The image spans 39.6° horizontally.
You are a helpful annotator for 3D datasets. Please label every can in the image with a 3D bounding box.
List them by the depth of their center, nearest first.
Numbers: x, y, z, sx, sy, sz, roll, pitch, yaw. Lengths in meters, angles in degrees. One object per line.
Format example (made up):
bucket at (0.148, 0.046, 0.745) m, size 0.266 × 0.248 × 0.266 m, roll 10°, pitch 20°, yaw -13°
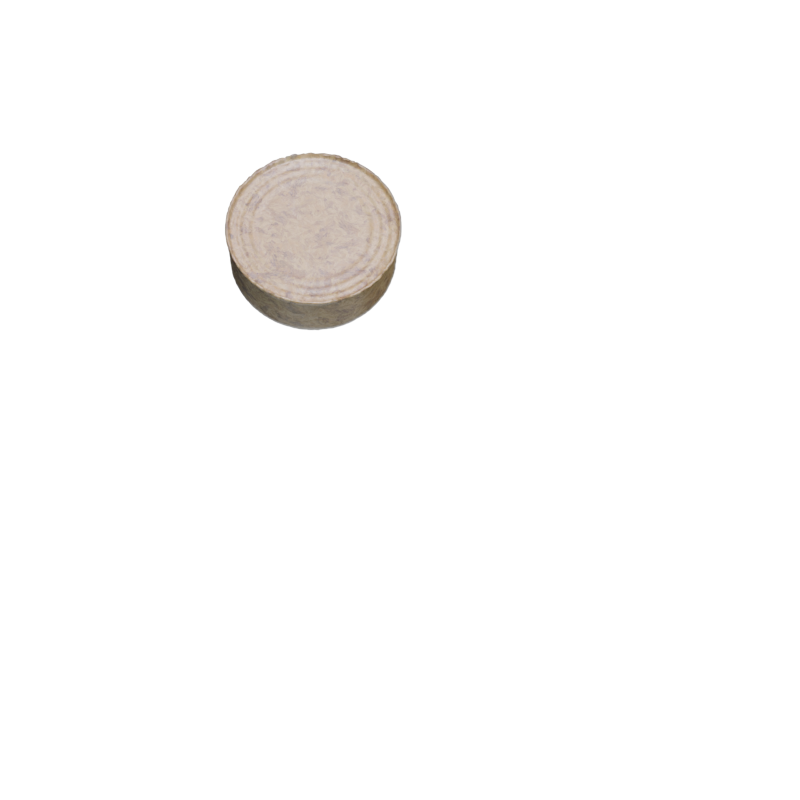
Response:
can at (-0.043, -0.079, 0.551) m, size 0.086 × 0.091 × 0.032 m, roll -1°, pitch -28°, yaw -1°
